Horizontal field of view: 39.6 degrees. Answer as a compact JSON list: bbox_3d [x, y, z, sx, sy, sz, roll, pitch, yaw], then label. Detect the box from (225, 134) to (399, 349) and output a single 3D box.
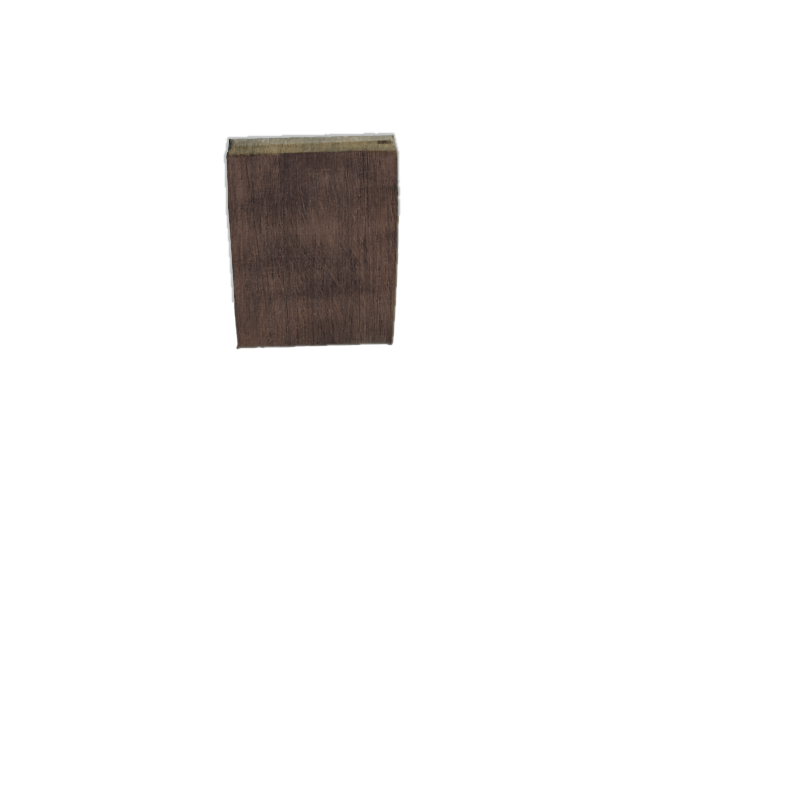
[{"bbox_3d":[-0.046,-0.085,0.594,0.090,0.109,0.041,0,19,-1],"label":"box"}]
